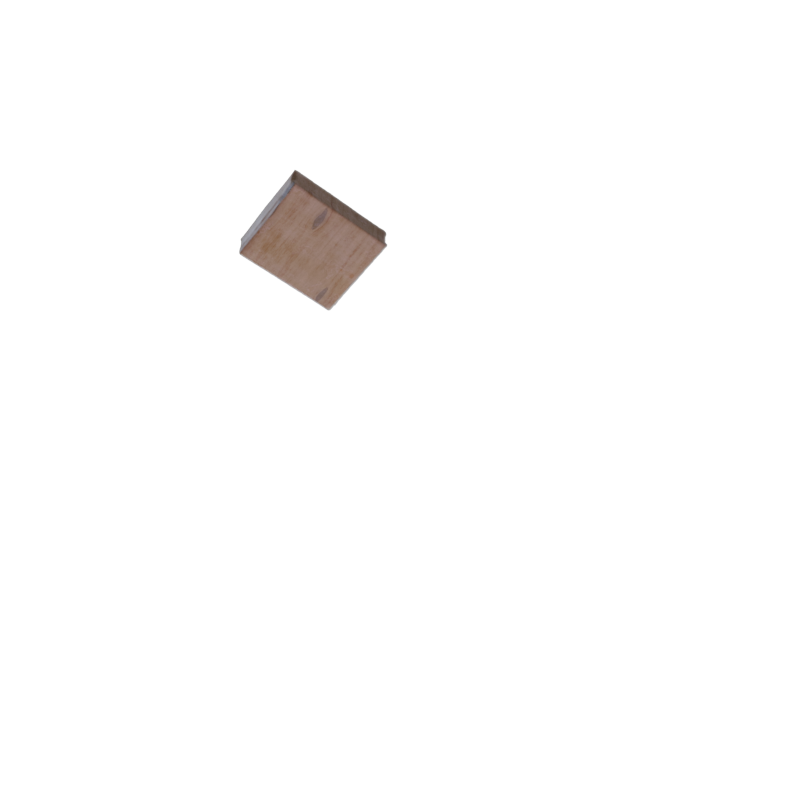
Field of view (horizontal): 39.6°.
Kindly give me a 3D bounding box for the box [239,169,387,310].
[{"bbox_3d":[-0.066,-0.121,0.846,0.086,0.072,0.032,33,24,-18],"label":"box"}]
